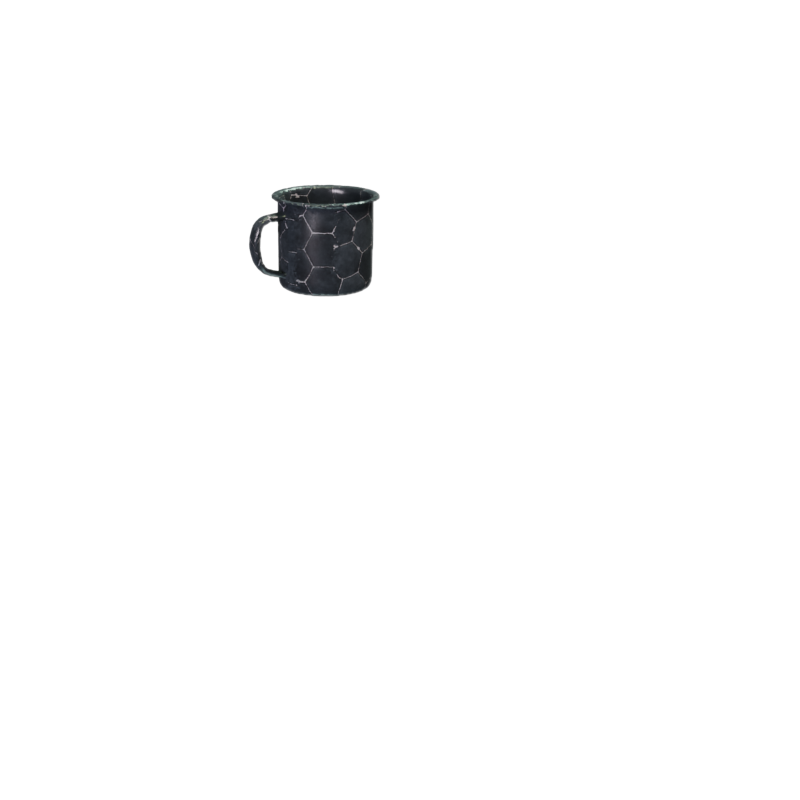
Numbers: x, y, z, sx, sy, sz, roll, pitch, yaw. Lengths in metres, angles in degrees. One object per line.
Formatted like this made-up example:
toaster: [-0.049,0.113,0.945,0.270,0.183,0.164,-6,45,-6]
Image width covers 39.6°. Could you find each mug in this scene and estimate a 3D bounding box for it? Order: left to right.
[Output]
mug: [-0.075,-0.136,0.952,0.114,0.079,0.099,-11,21,-30]
